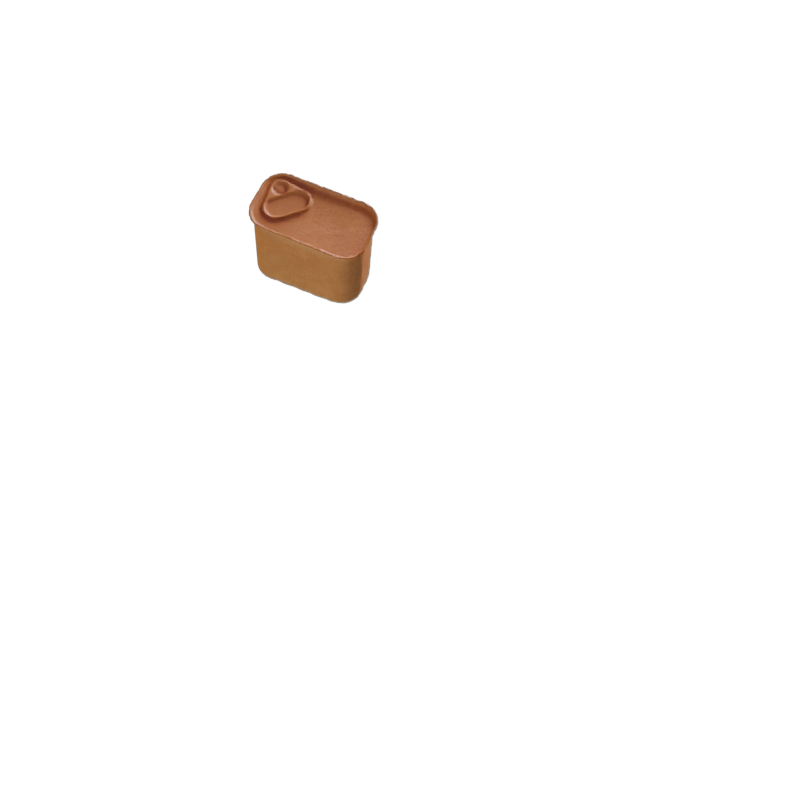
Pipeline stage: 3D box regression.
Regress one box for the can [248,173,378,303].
[{"bbox_3d":[-0.072,-0.131,0.921,0.104,0.060,0.079,23,-26,10],"label":"can"}]
